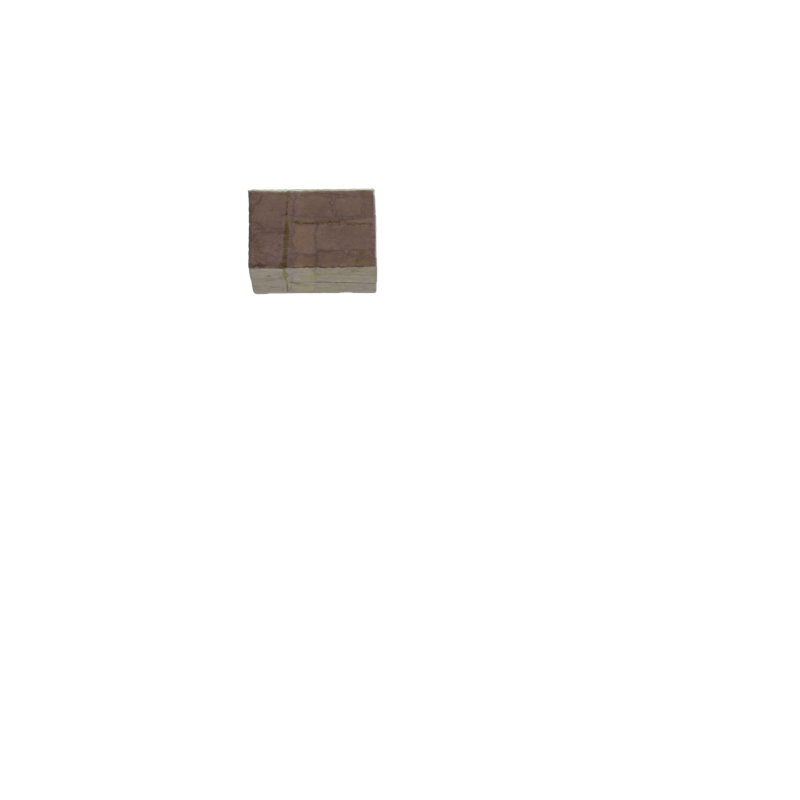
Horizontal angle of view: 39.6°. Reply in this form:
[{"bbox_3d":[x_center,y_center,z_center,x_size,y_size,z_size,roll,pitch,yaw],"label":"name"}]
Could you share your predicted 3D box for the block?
[{"bbox_3d":[-0.053,-0.096,0.672,0.078,0.053,0.051,0,-16,-1],"label":"block"}]
